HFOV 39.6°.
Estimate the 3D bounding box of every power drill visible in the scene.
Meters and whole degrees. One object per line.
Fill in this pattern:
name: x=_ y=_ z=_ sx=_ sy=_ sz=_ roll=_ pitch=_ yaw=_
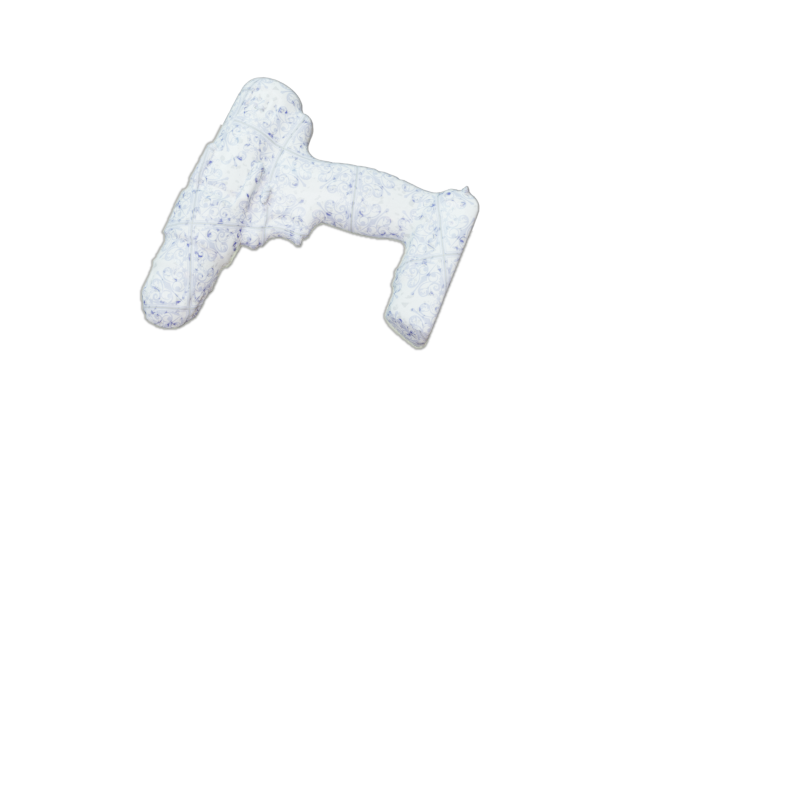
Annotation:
power drill: x=-0.057 y=-0.103 z=0.723 sx=0.190 sy=0.189 sz=0.055 roll=23 pitch=-14 yaw=5
